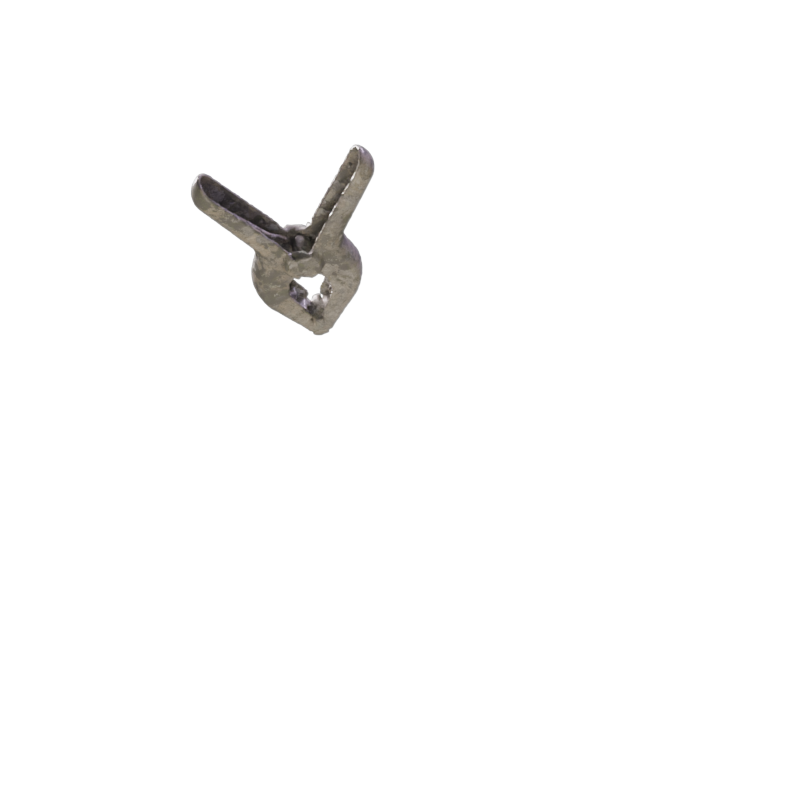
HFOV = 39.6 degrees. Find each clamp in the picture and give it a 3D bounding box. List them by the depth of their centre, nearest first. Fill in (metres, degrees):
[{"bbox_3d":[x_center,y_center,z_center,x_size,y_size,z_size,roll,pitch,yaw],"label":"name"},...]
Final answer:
[{"bbox_3d":[-0.060,-0.110,0.771,0.121,0.042,0.158,-10,-35,13],"label":"clamp"}]
